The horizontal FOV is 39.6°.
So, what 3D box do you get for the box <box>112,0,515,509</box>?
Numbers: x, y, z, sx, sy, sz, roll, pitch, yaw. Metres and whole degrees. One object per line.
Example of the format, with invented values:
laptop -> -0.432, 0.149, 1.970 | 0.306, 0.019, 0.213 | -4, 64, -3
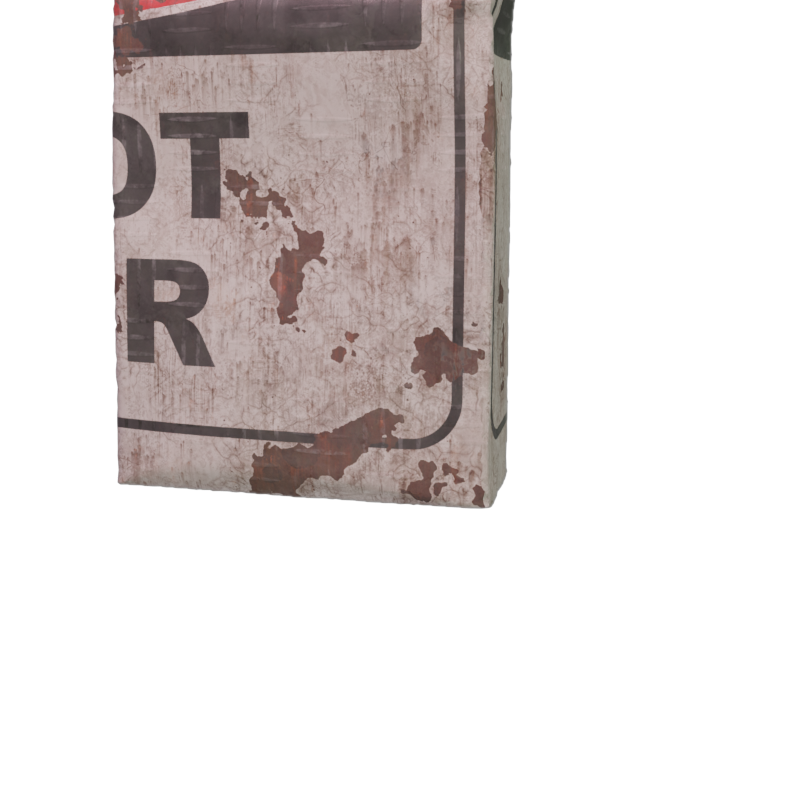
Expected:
box -> -0.037, -0.068, 0.477 | 0.167, 0.211, 0.071 | 2, 6, 14
